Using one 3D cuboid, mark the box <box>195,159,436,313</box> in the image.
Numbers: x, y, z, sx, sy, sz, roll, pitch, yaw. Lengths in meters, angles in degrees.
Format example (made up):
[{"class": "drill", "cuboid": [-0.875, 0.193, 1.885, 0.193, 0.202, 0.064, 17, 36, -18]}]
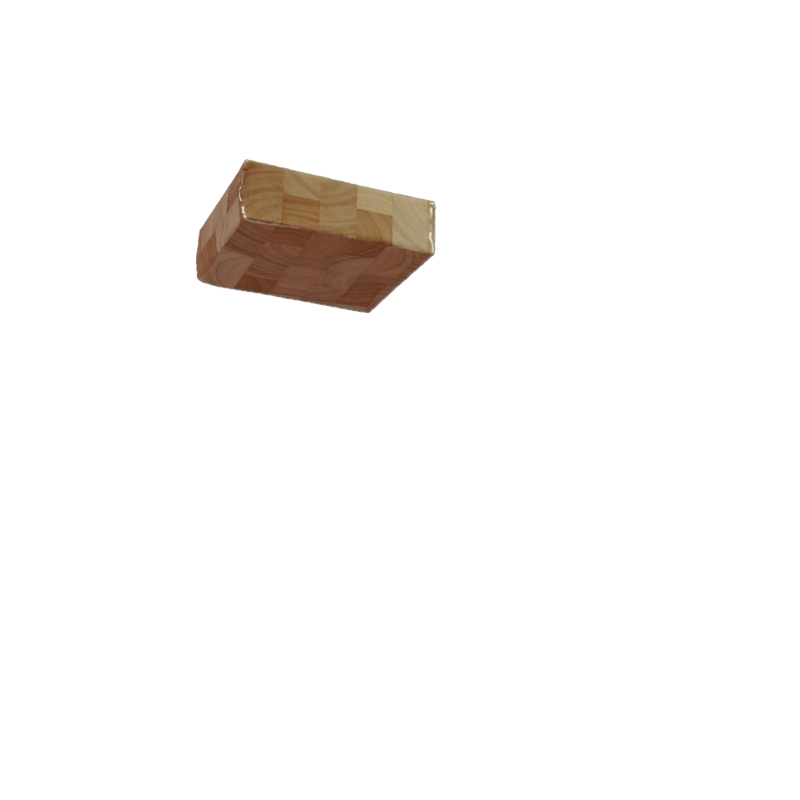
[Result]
[{"class": "box", "cuboid": [-0.049, -0.088, 0.620, 0.110, 0.041, 0.088, 8, -23, -21]}]
